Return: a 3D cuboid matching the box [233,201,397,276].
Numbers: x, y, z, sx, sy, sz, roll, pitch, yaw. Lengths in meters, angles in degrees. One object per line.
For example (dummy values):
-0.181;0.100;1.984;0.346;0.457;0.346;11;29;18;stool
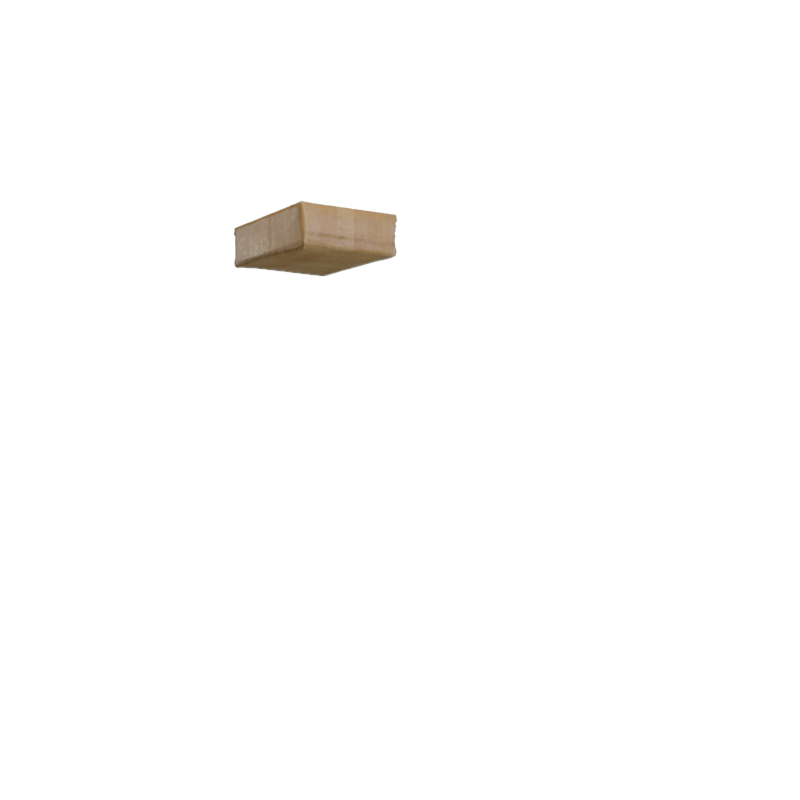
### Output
-0.070;-0.128;0.896;0.086;0.039;0.116;2;-3;-34;box
